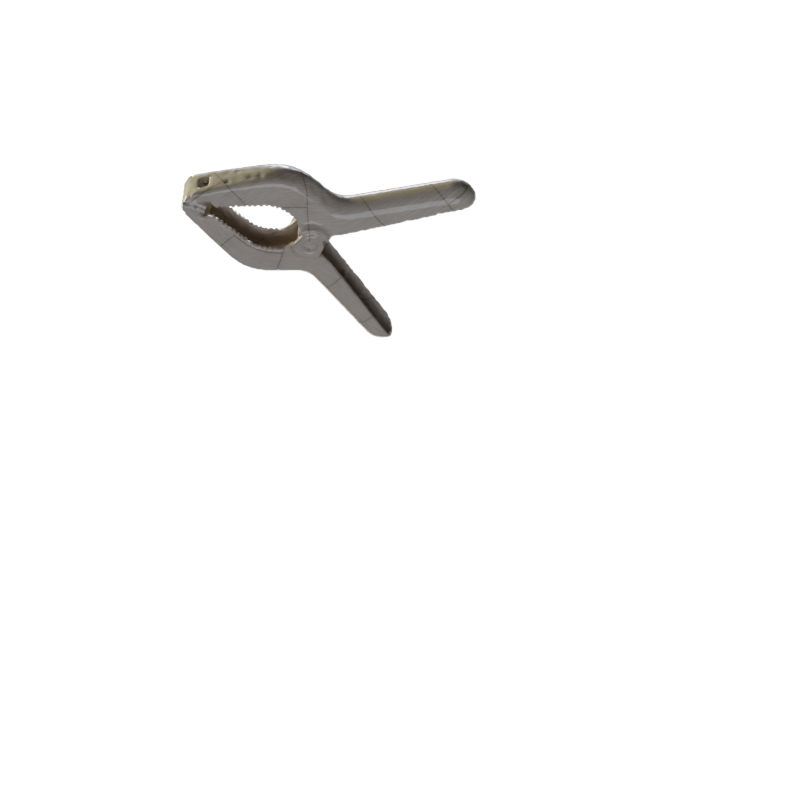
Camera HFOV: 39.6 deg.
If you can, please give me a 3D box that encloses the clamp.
[{"bbox_3d":[-0.067,-0.122,0.851,0.206,0.156,0.039,11,43,-11],"label":"clamp"}]
